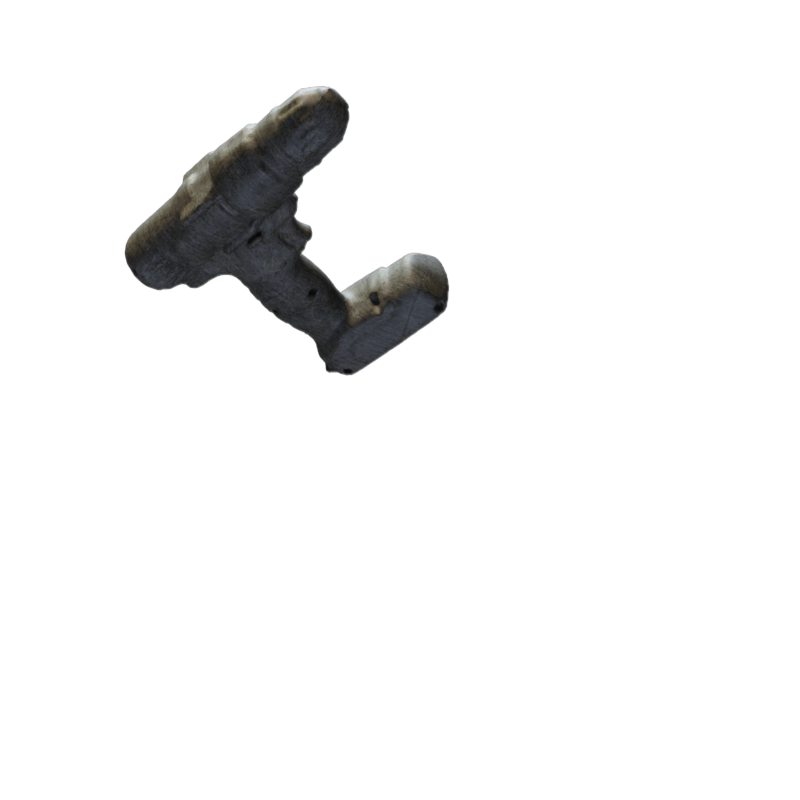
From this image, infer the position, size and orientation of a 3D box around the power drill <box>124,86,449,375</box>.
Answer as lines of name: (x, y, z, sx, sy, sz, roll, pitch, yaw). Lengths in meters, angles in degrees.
power drill: (-0.056, -0.103, 0.719, 0.183, 0.062, 0.176, -34, -52, 31)
